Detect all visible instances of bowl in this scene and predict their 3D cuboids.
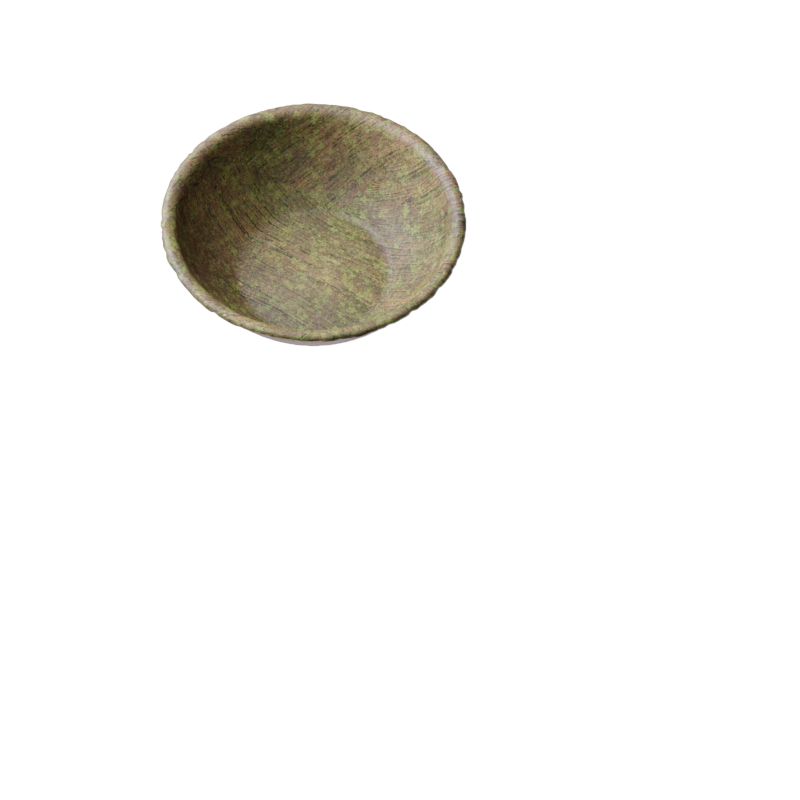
[{"bbox_3d":[-0.048,-0.087,0.608,0.162,0.174,0.051,-1,-35,-1],"label":"bowl"}]
